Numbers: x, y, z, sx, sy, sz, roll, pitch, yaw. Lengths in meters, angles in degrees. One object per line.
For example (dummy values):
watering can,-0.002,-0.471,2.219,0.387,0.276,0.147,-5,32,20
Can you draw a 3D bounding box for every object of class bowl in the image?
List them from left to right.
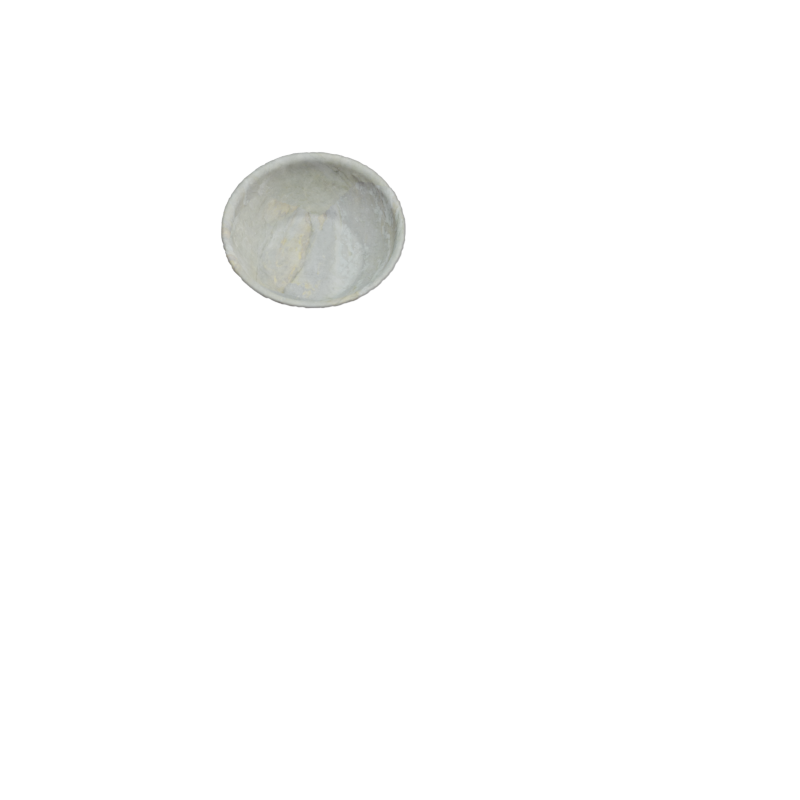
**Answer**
bowl,-0.078,-0.141,0.991,0.162,0.172,0.052,-1,-29,-1
